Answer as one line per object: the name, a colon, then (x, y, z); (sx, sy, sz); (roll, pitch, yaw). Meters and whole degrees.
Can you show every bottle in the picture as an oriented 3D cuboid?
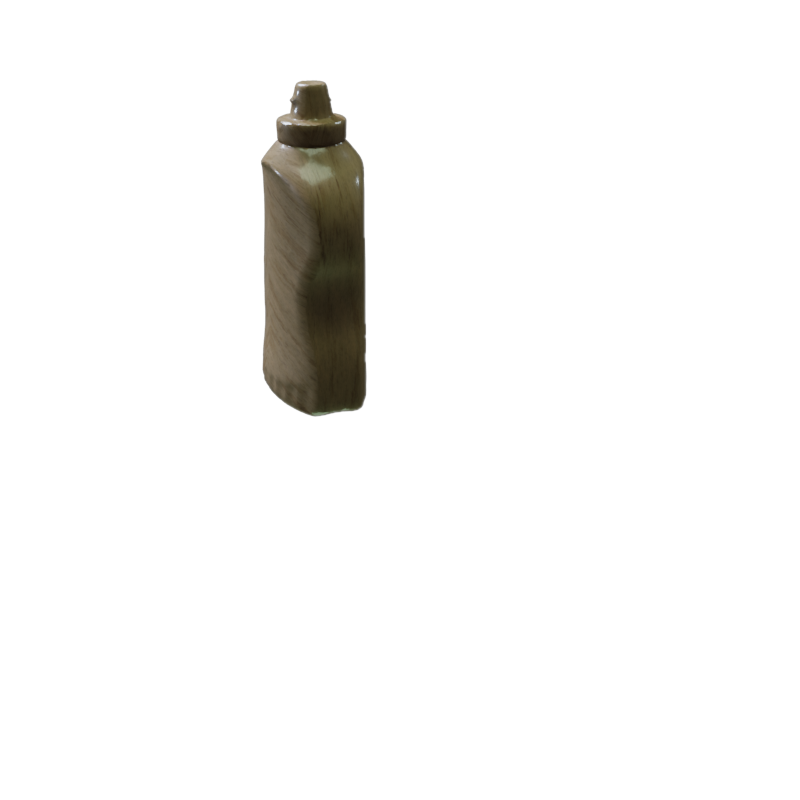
bottle: (-0.052, -0.095, 0.664); (0.057, 0.184, 0.102); (-6, 21, -20)
